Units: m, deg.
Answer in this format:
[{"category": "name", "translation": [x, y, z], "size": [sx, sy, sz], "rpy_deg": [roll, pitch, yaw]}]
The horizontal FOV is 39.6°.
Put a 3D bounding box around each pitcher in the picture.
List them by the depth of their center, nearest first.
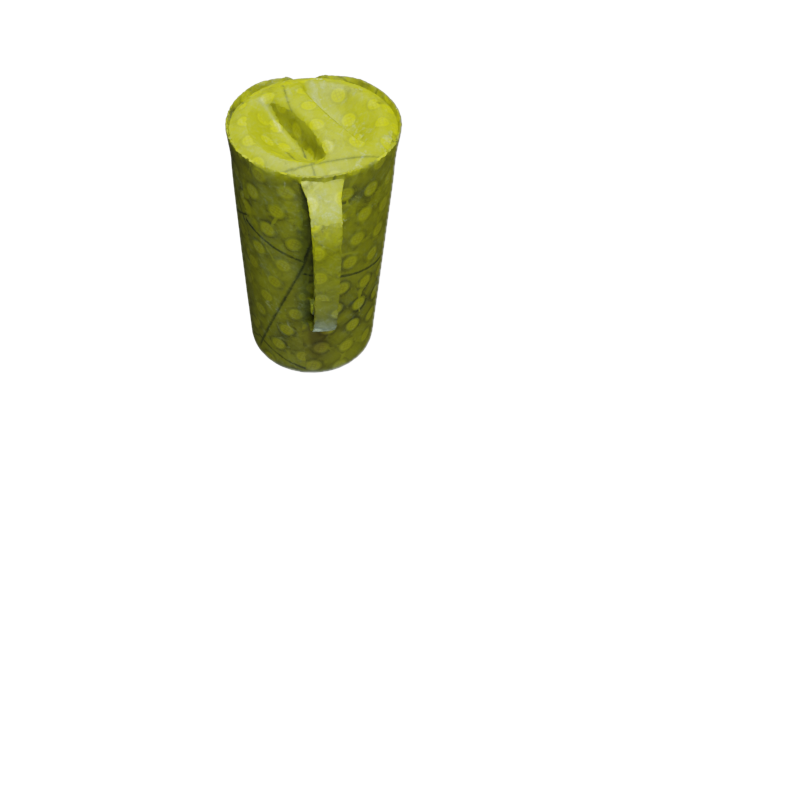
[{"category": "pitcher", "translation": [-0.071, -0.129, 0.905], "size": [0.153, 0.226, 0.152], "rpy_deg": [29, 52, 23]}]
